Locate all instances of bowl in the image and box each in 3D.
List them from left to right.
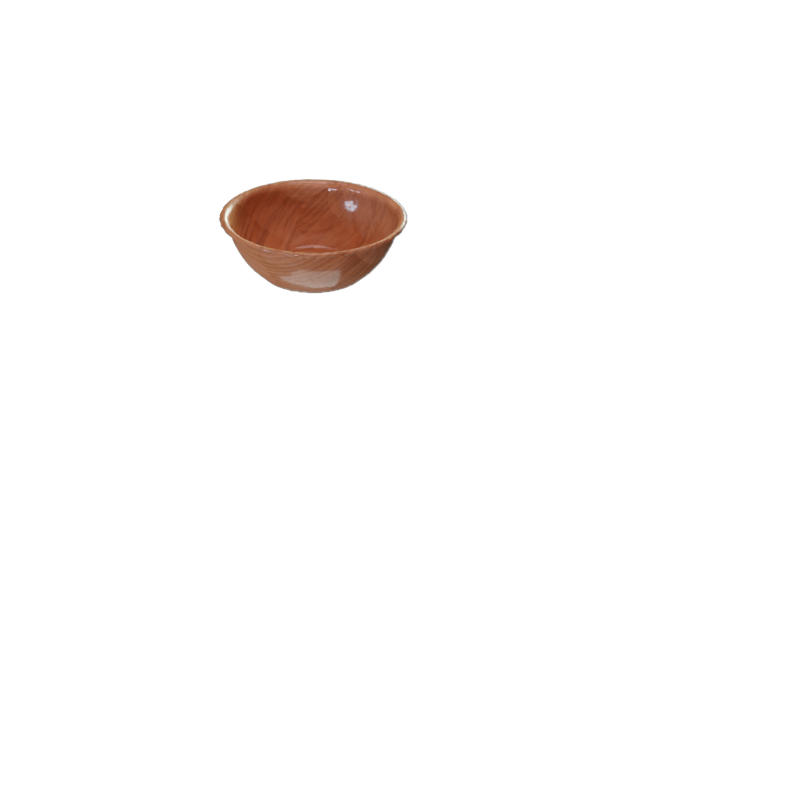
[{"bbox_3d":[-0.075,-0.137,0.963,0.162,0.052,0.172,-1,31,-2],"label":"bowl"}]
